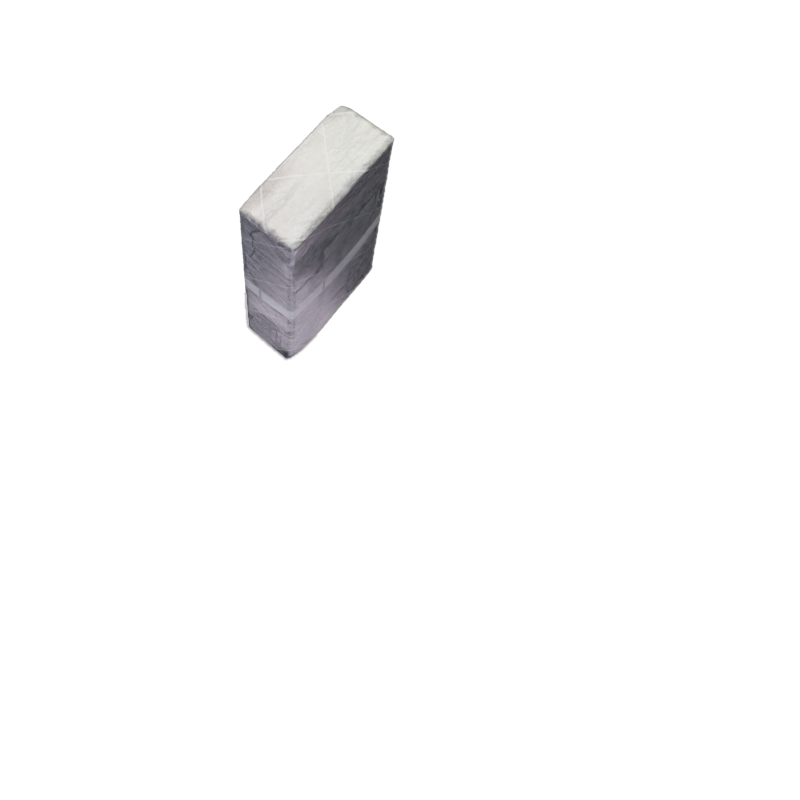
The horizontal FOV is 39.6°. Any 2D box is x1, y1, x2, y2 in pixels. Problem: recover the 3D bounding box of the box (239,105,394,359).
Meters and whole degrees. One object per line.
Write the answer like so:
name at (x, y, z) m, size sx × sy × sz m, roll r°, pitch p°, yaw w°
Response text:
box at (-0.053, -0.098, 0.681) m, size 0.050 × 0.095 × 0.167 m, roll 36°, pitch -20°, yaw 10°
